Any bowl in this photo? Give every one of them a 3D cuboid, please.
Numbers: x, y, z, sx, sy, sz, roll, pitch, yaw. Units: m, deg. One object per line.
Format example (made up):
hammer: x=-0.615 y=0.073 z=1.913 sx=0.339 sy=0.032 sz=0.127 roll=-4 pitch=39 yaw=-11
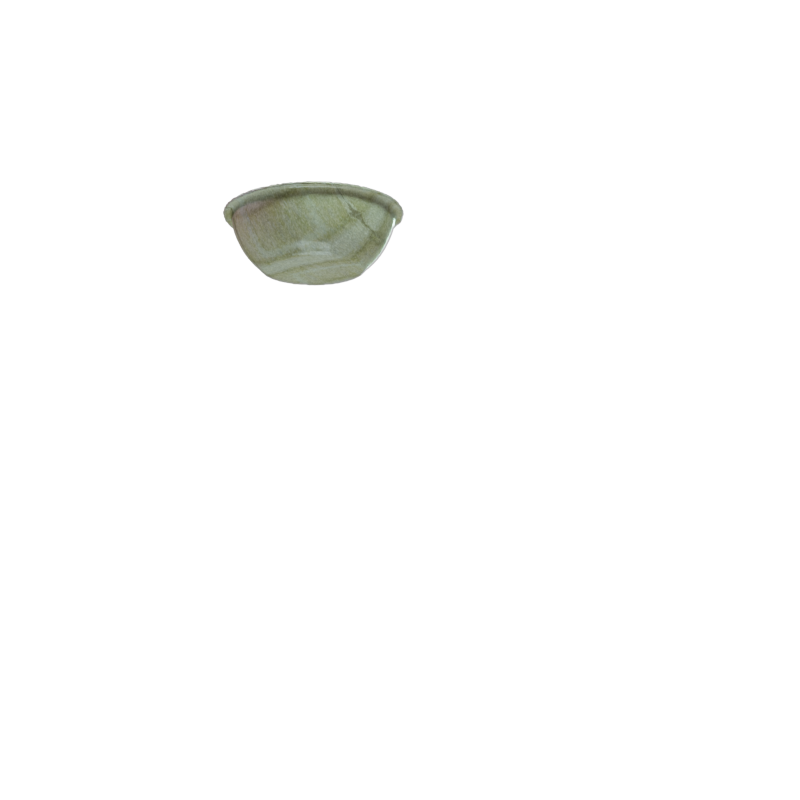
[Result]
bowl: x=-0.077 y=-0.141 z=0.988 sx=0.162 sy=0.057 sz=0.156 roll=0 pitch=-12 yaw=-2
